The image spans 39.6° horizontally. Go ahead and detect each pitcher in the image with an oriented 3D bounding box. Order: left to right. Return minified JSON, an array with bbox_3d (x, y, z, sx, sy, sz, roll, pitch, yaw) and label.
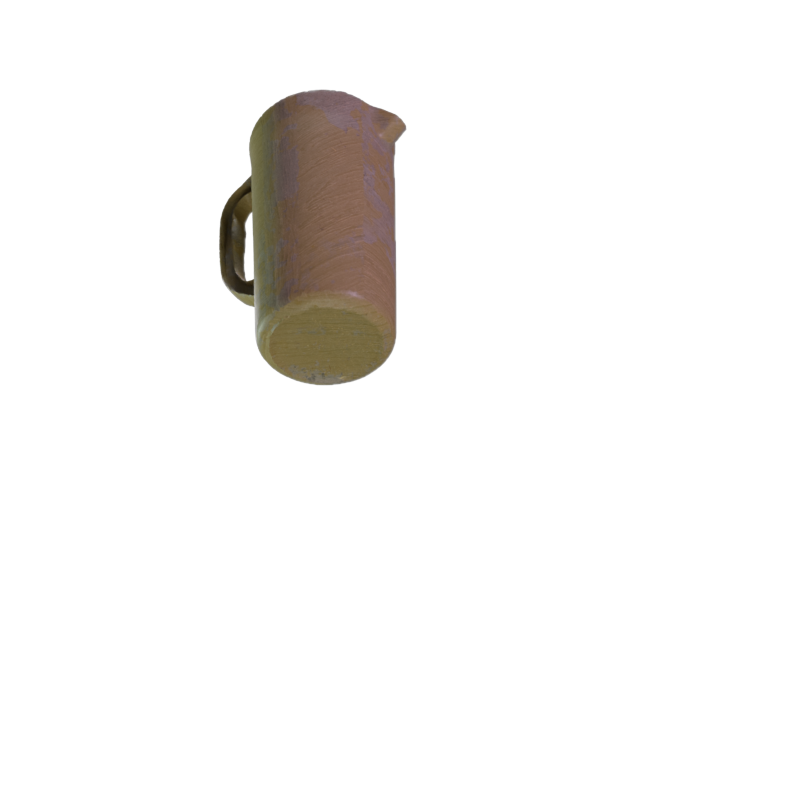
[{"bbox_3d":[-0.072,-0.132,0.926,0.142,0.261,0.141,9,-43,-13],"label":"pitcher"}]
